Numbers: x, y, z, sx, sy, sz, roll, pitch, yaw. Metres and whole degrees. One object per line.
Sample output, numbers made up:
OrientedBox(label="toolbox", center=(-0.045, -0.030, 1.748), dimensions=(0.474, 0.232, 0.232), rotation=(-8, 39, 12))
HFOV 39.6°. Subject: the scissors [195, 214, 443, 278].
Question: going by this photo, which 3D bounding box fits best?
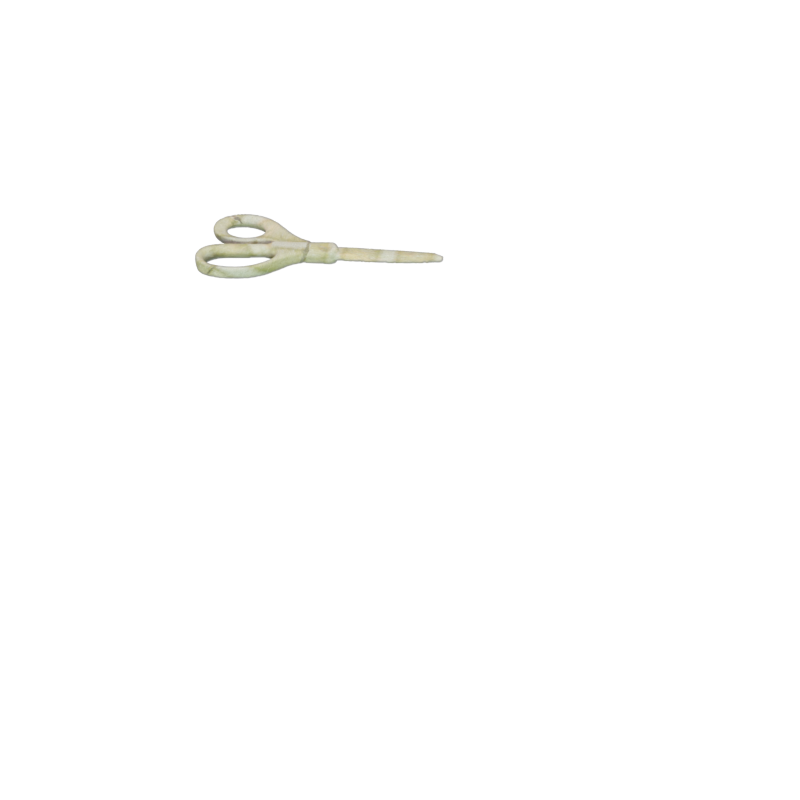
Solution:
OrientedBox(label="scissors", center=(-0.073, -0.134, 0.938), dimensions=(0.200, 0.015, 0.104), rotation=(-7, 38, -9))
